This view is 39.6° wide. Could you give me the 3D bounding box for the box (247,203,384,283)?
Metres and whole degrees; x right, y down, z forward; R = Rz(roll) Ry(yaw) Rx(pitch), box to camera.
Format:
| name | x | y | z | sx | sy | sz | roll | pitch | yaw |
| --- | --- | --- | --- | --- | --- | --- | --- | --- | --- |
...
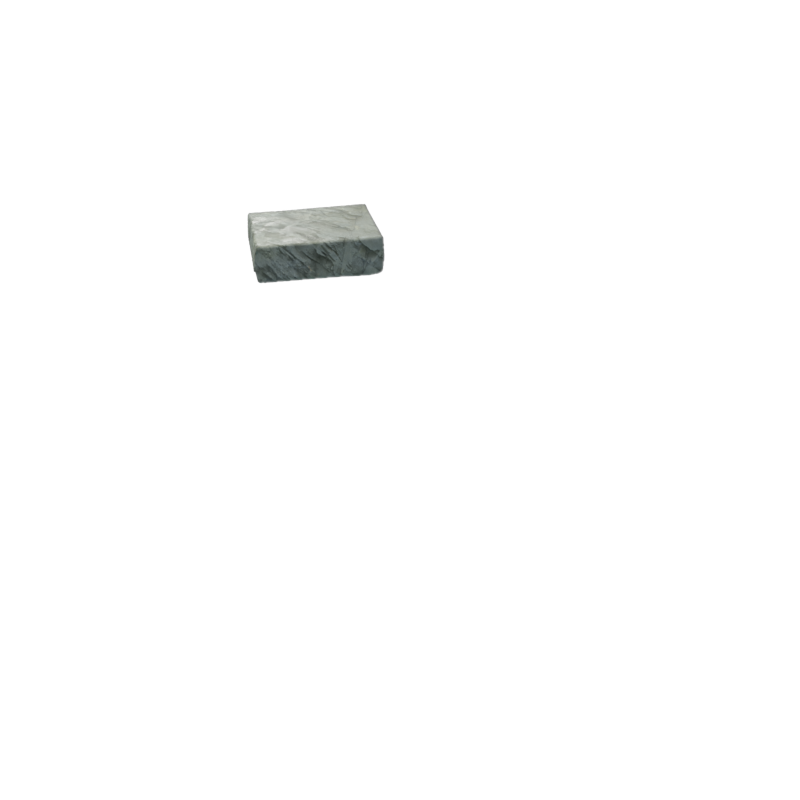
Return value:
| name | x | y | z | sx | sy | sz | roll | pitch | yaw |
| --- | --- | --- | --- | --- | --- | --- | --- | --- | --- |
| box | -0.077 | -0.141 | 0.986 | 0.112 | 0.037 | 0.096 | -4 | 28 | -8 |
